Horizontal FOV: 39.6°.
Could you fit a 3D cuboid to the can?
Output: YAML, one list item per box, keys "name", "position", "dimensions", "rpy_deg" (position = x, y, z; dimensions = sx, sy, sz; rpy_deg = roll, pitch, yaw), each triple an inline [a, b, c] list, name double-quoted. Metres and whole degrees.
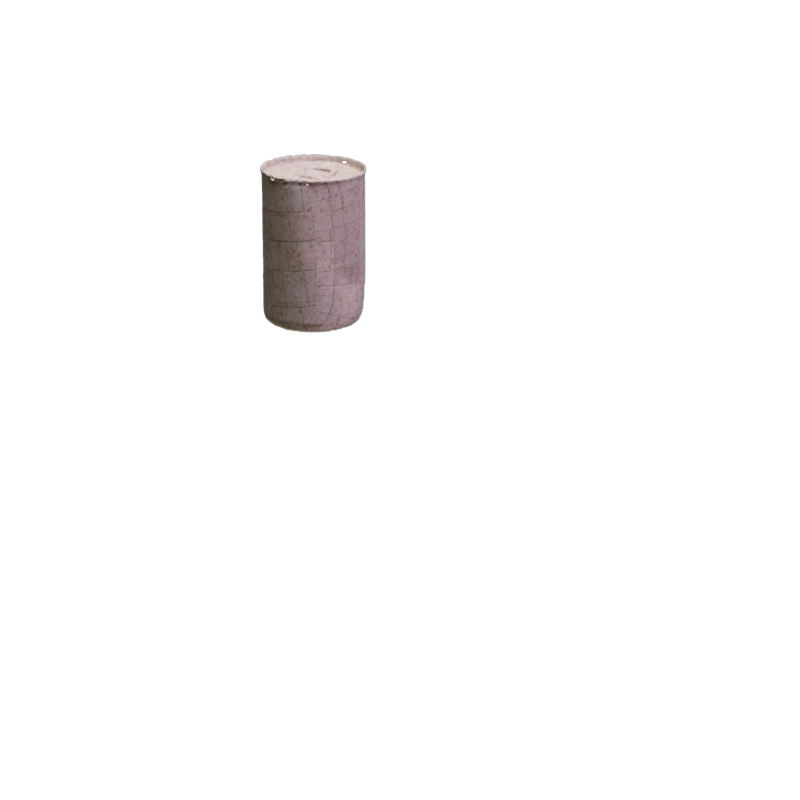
- name: "can"
  position: [-0.057, -0.103, 0.724]
  dimensions: [0.068, 0.098, 0.072]
  rpy_deg: [0, 21, -2]
